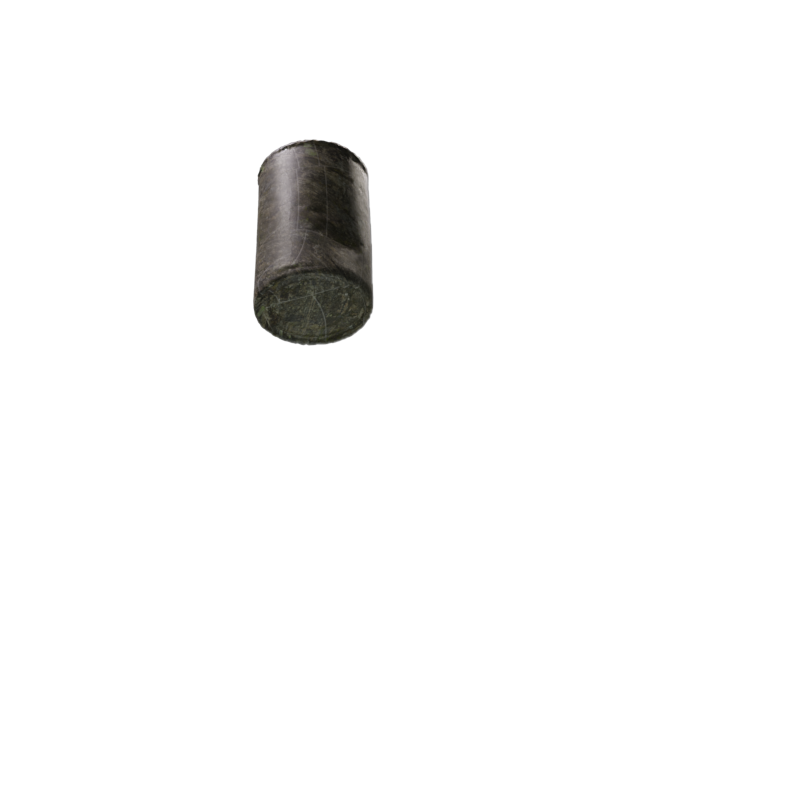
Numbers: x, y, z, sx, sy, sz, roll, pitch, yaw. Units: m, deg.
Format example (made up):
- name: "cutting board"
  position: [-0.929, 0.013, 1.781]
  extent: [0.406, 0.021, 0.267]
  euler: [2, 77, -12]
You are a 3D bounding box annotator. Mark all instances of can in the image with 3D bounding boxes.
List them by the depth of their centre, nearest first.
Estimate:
- name: "can"
  position: [-0.050, -0.092, 0.642]
  extent: [0.068, 0.110, 0.064]
  euler: [-1, -38, -3]
